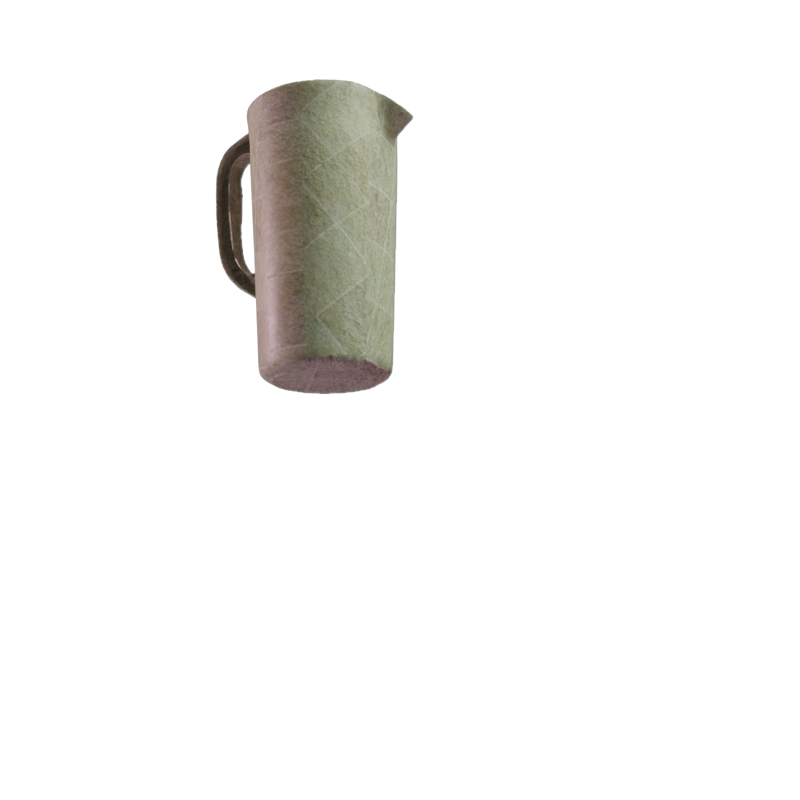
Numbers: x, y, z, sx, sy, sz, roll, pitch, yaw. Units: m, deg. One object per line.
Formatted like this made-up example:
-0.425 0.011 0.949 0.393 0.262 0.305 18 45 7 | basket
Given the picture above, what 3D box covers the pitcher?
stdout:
-0.073 -0.133 0.929 0.141 0.254 0.147 5 -18 -18 | pitcher
